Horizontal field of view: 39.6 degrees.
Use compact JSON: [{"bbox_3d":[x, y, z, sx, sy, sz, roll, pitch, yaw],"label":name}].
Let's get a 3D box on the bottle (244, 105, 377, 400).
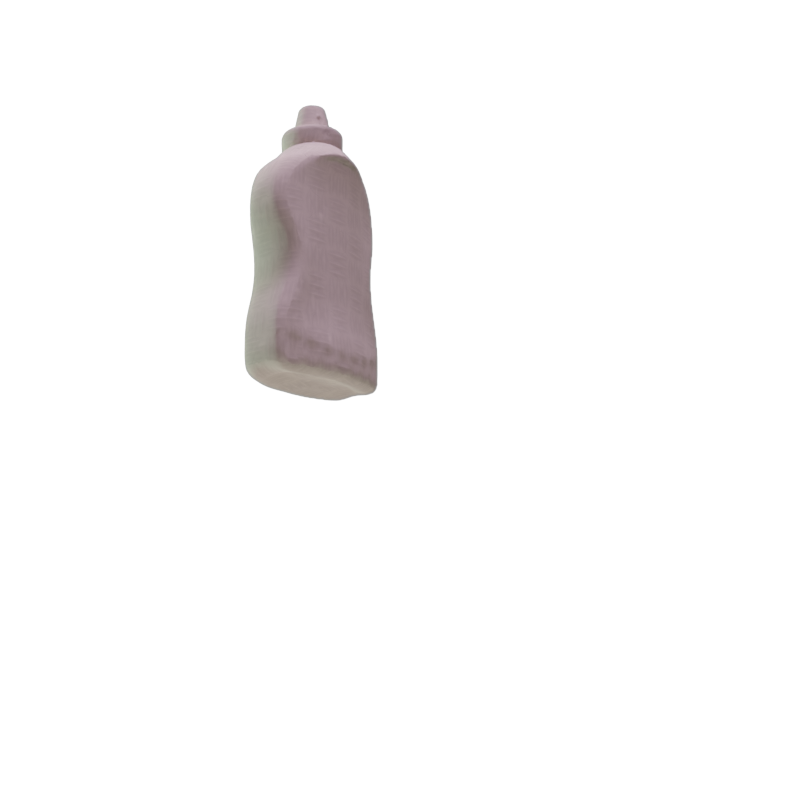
[{"bbox_3d":[-0.056,-0.102,0.715,0.059,0.201,0.090,-18,-25,37],"label":"bottle"}]
